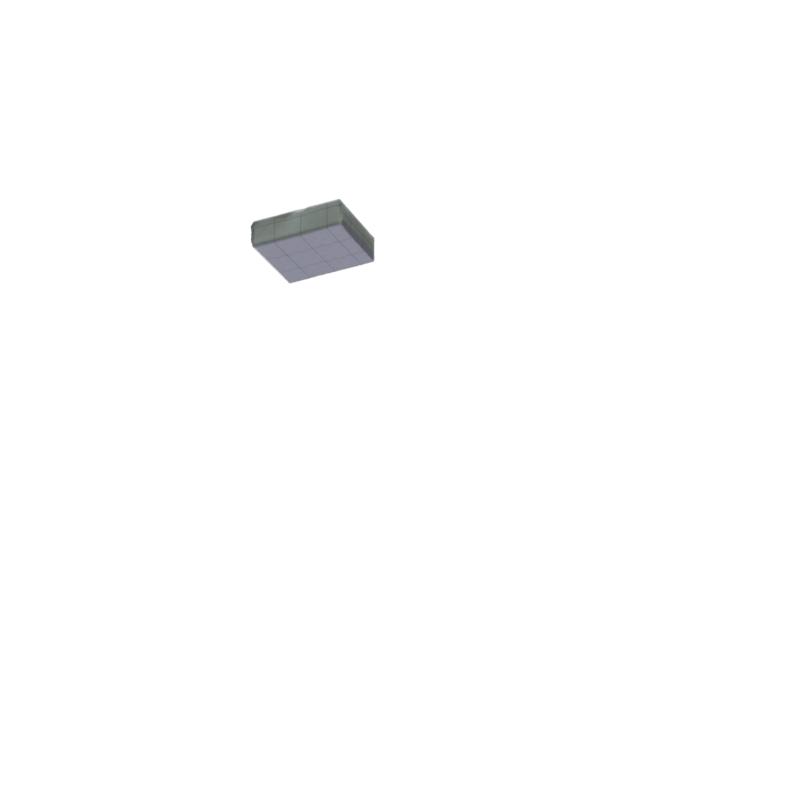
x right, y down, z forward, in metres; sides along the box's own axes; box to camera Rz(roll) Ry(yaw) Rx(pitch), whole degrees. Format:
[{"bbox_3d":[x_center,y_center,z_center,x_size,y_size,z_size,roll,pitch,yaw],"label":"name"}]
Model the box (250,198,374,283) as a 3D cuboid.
[{"bbox_3d":[-0.077,-0.140,0.983,0.091,0.032,0.068,-11,-27,22],"label":"box"}]
